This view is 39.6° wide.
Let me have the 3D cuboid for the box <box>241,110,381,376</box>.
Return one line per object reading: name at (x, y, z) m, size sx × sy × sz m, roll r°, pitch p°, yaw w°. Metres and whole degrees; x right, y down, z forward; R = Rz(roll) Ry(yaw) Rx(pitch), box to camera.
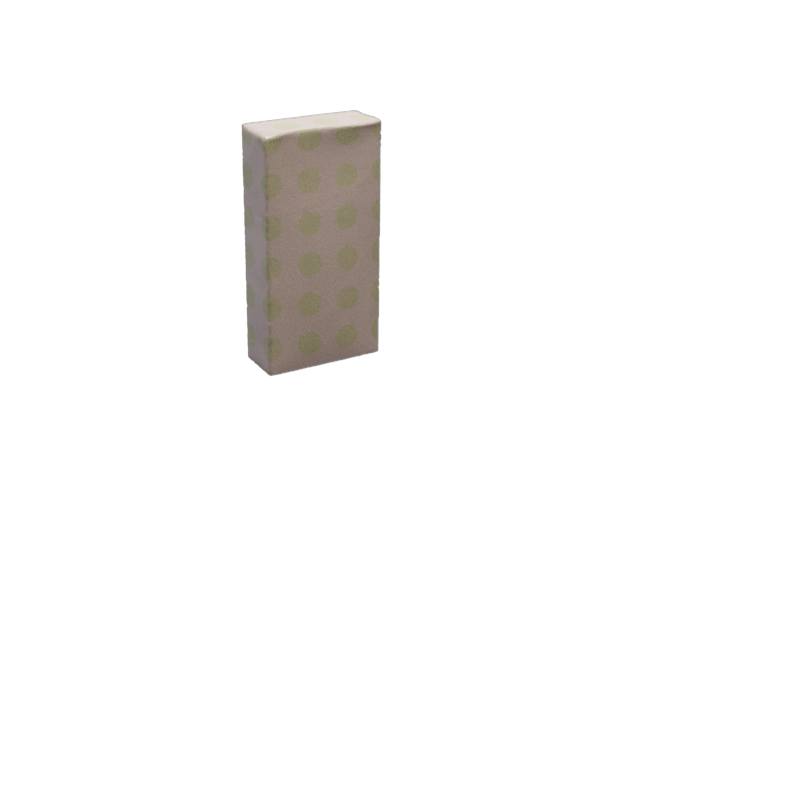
box at (-0.062, -0.112, 0.788) m, size 0.091 × 0.168 × 0.051 m, roll -12°, pitch 26°, yaw -28°
